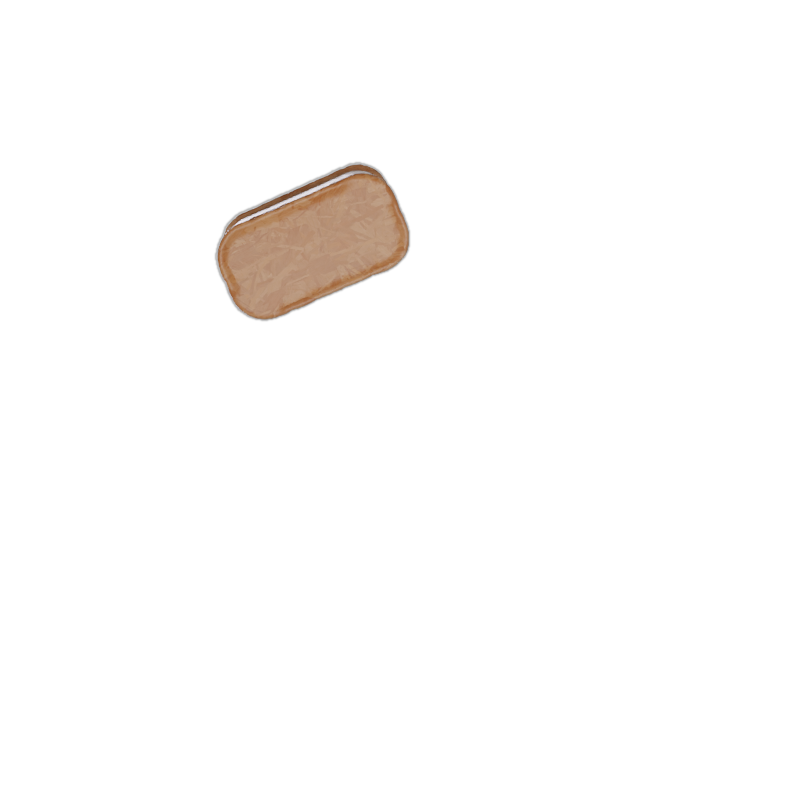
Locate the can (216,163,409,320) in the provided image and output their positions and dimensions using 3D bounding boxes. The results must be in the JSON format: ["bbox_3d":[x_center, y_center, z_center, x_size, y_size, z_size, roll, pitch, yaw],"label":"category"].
[{"bbox_3d":[-0.047,-0.085,0.593,0.102,0.056,0.086,-24,11,2],"label":"can"}]
